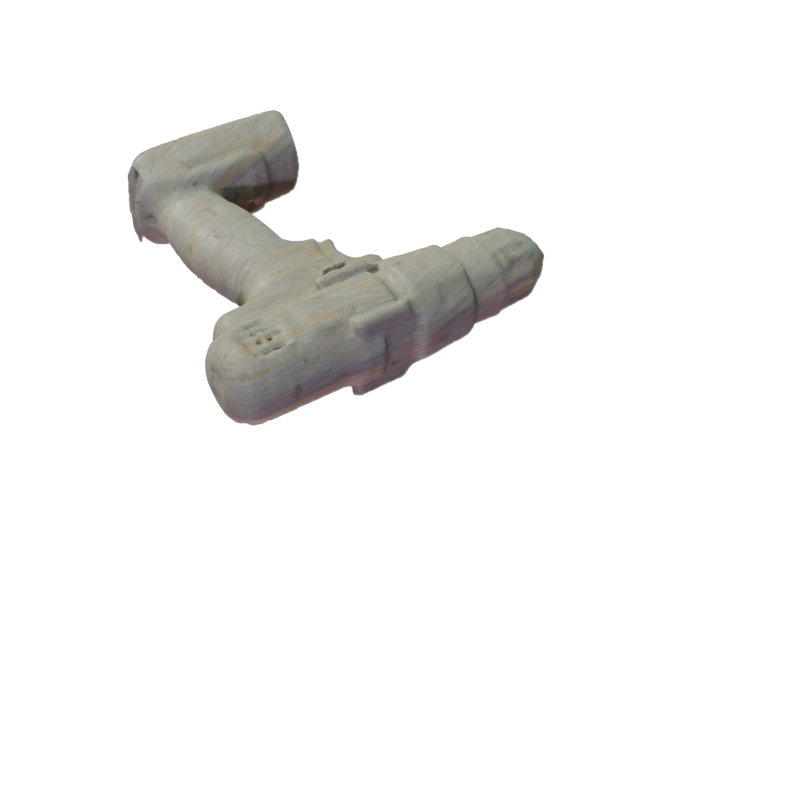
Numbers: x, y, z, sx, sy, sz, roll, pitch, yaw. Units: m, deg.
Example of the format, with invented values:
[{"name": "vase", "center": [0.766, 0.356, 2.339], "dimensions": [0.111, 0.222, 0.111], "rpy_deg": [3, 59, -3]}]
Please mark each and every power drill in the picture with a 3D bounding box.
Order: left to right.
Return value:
[{"name": "power drill", "center": [-0.045, -0.083, 0.581], "dimensions": [0.183, 0.053, 0.203], "rpy_deg": [-23, 46, -24]}]
